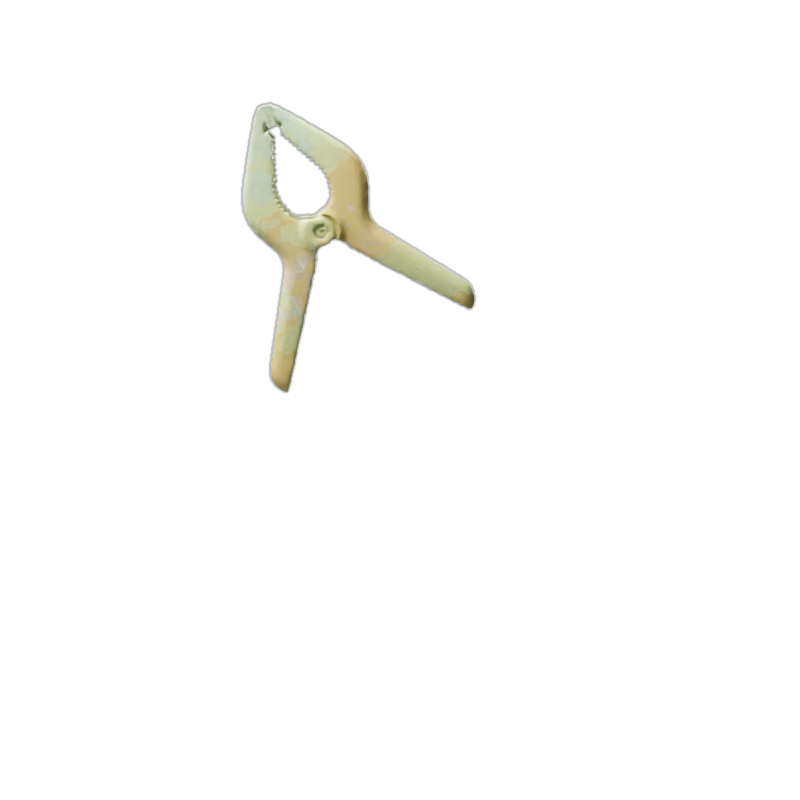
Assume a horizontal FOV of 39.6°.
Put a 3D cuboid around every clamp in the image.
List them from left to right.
[{"bbox_3d":[-0.064,-0.117,0.822,0.164,0.206,0.037,-32,7,4],"label":"clamp"}]
